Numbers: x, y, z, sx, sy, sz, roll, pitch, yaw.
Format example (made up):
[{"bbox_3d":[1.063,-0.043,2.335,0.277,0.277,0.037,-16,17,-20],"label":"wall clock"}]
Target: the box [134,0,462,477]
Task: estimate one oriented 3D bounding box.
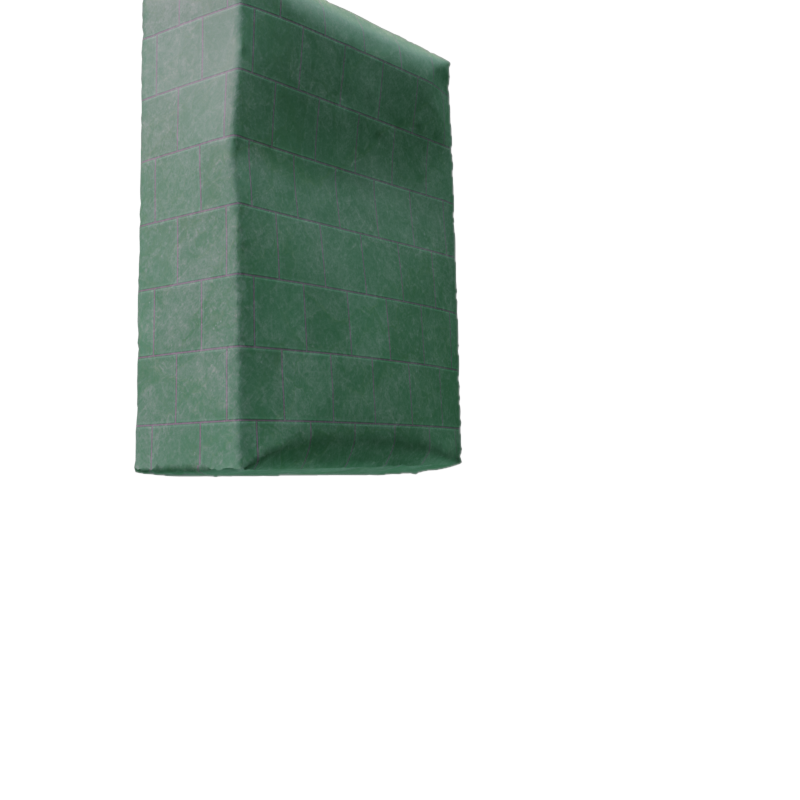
[{"bbox_3d":[-0.041,-0.074,0.518,0.074,0.219,0.156,-9,-12,37],"label":"box"}]
